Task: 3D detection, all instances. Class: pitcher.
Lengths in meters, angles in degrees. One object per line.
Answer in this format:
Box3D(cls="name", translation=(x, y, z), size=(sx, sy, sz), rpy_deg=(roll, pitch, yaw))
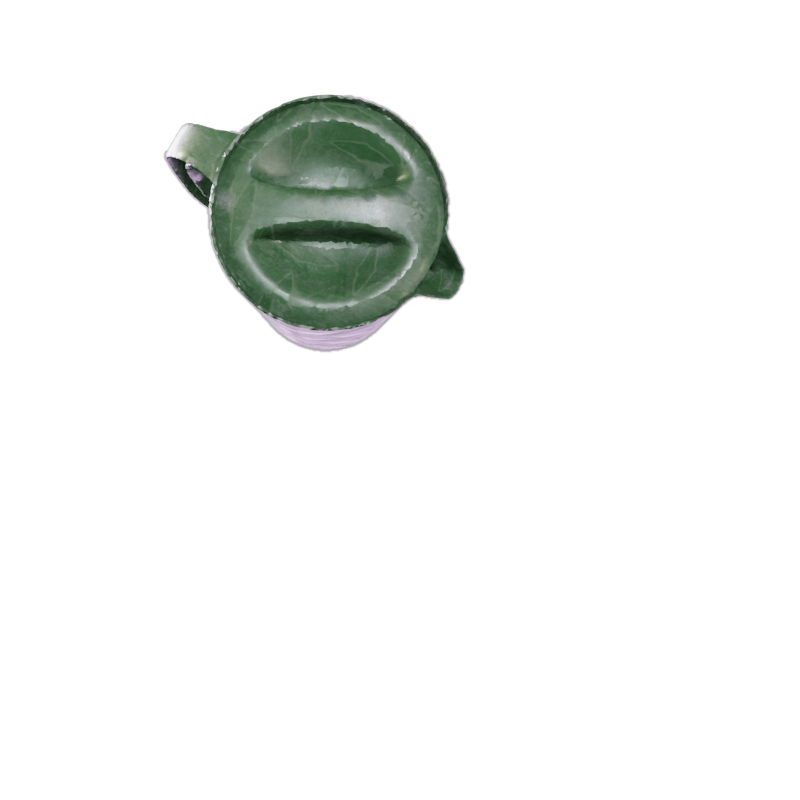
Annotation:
Box3D(cls="pitcher", translation=(-0.056, -0.103, 0.720), size=(0.144, 0.153, 0.239), rpy_deg=(-18, -5, -5))
